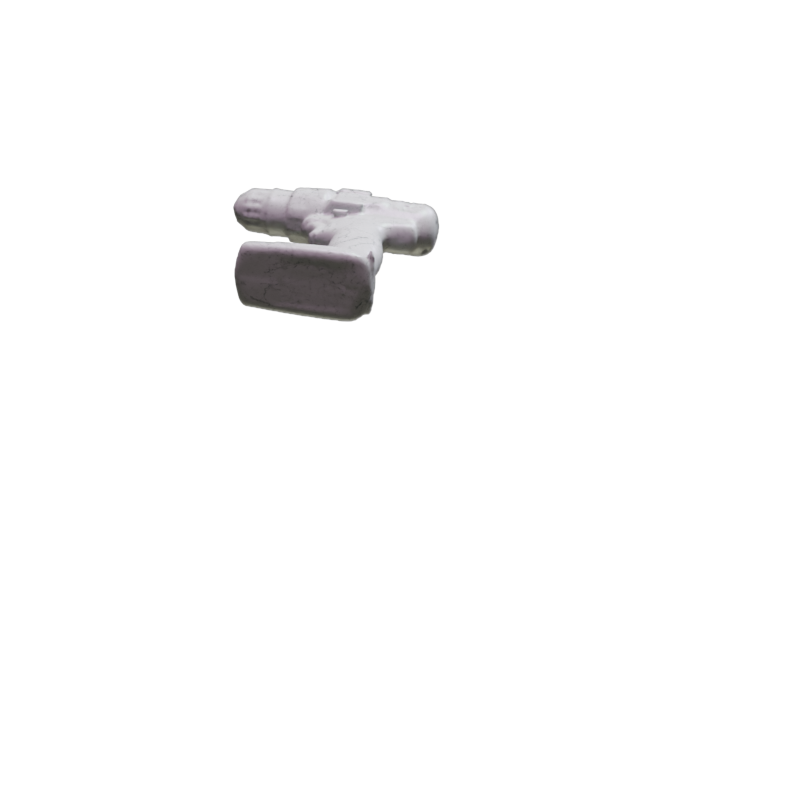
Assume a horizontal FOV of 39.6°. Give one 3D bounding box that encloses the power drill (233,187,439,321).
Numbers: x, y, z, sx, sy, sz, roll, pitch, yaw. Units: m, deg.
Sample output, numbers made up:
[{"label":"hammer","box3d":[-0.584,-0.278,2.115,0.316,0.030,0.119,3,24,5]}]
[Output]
[{"label":"power drill","box3d":[-0.072,-0.131,0.914,0.188,0.054,0.194,6,27,12]}]
